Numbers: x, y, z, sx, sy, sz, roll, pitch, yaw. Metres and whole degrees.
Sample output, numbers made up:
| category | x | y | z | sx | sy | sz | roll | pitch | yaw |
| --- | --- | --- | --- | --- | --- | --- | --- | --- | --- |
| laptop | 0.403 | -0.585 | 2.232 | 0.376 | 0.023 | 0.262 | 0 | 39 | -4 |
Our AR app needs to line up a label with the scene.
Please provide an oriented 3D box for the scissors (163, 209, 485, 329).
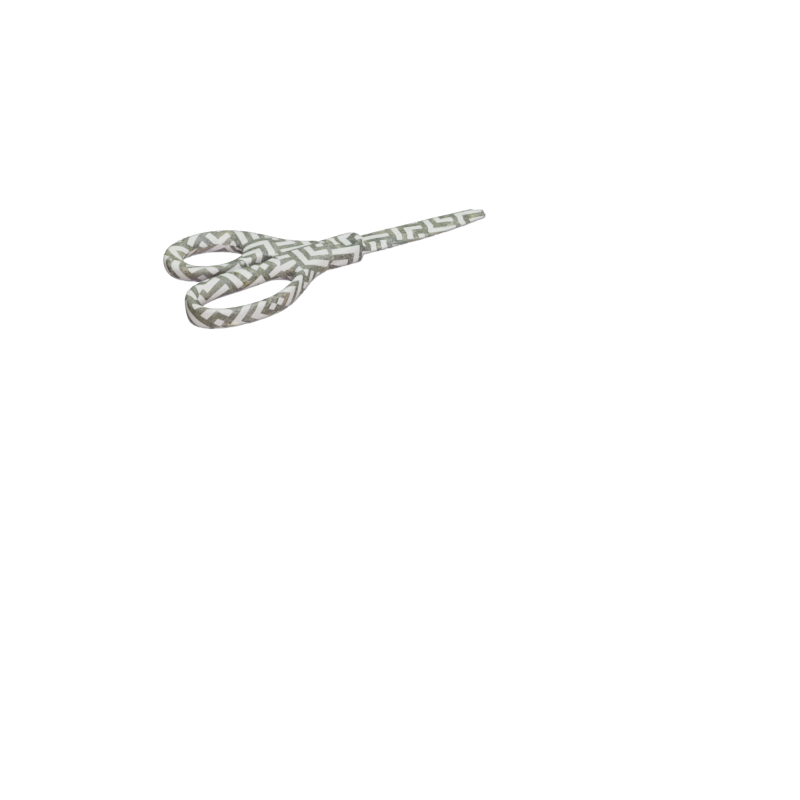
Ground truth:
| category | x | y | z | sx | sy | sz | roll | pitch | yaw |
| --- | --- | --- | --- | --- | --- | --- | --- | --- | --- |
| scissors | -0.051 | -0.092 | 0.647 | 0.103 | 0.015 | 0.201 | 29 | 44 | 35 |
